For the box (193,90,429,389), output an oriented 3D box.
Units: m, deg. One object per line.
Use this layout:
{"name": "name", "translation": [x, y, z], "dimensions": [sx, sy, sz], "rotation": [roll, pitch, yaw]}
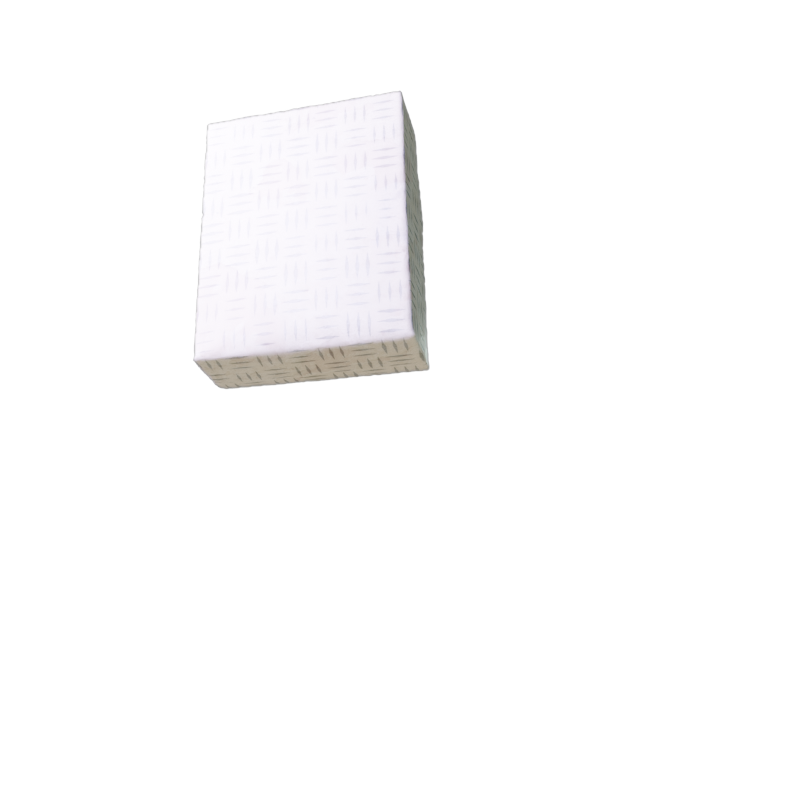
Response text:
{"name": "box", "translation": [-0.067, -0.122, 0.854], "dimensions": [0.166, 0.227, 0.067], "rotation": [-8, -29, 12]}
